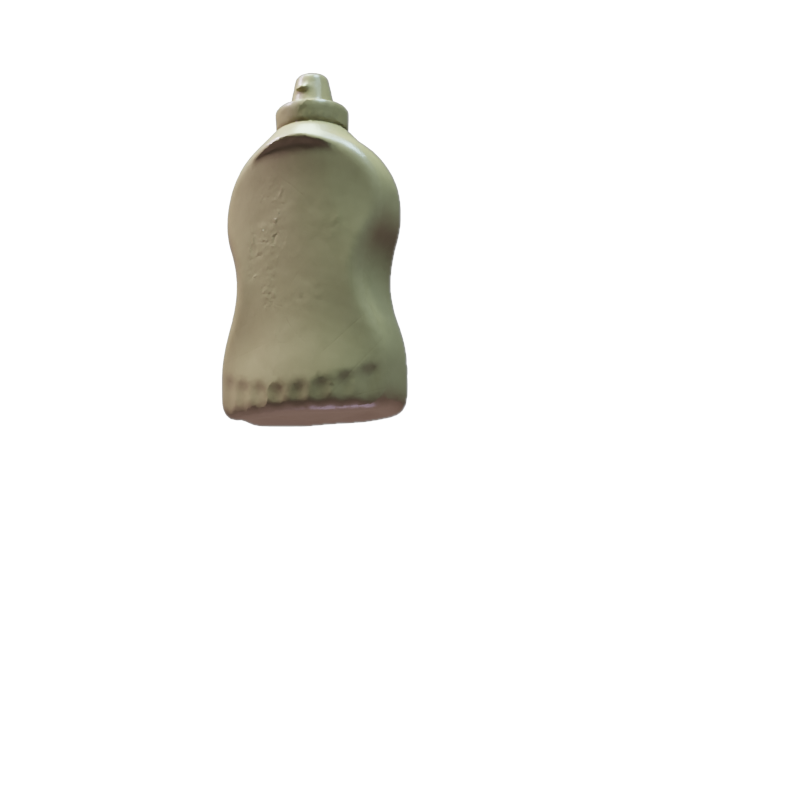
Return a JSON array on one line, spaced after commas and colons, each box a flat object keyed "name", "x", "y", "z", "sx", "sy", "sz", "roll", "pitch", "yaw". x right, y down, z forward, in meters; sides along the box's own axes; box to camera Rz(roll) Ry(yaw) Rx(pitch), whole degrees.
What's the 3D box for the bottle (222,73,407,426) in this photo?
[{"name": "bottle", "x": -0.047, "y": -0.085, "z": 0.598, "sx": 0.098, "sy": 0.199, "sz": 0.055, "roll": -8, "pitch": -18, "yaw": 25}]
